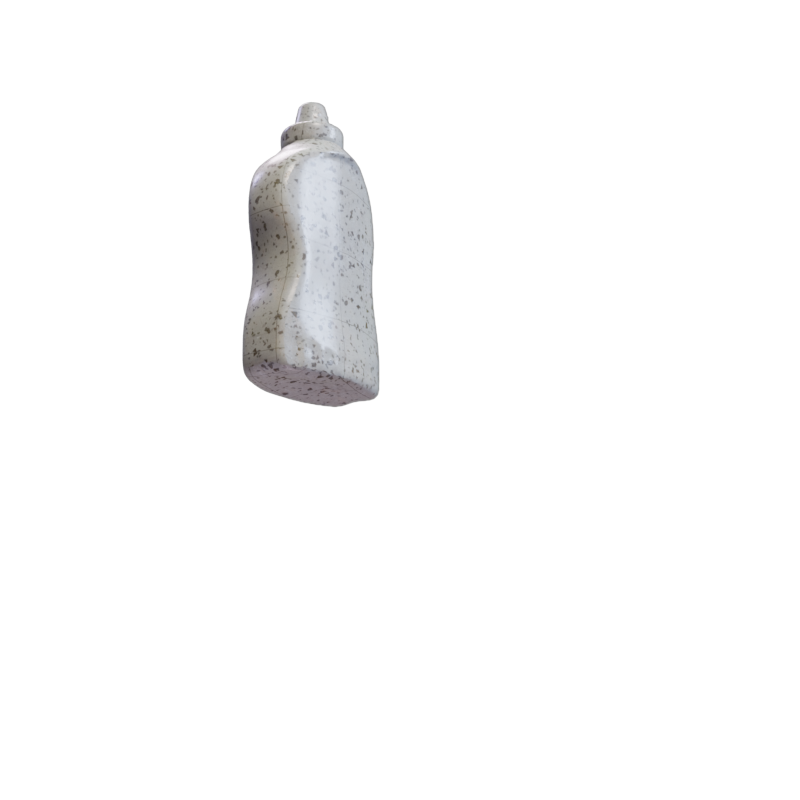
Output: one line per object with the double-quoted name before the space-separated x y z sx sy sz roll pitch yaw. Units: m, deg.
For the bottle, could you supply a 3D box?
"bottle" -0.054 -0.098 0.690 0.059 0.201 0.090 -18 -26 36
